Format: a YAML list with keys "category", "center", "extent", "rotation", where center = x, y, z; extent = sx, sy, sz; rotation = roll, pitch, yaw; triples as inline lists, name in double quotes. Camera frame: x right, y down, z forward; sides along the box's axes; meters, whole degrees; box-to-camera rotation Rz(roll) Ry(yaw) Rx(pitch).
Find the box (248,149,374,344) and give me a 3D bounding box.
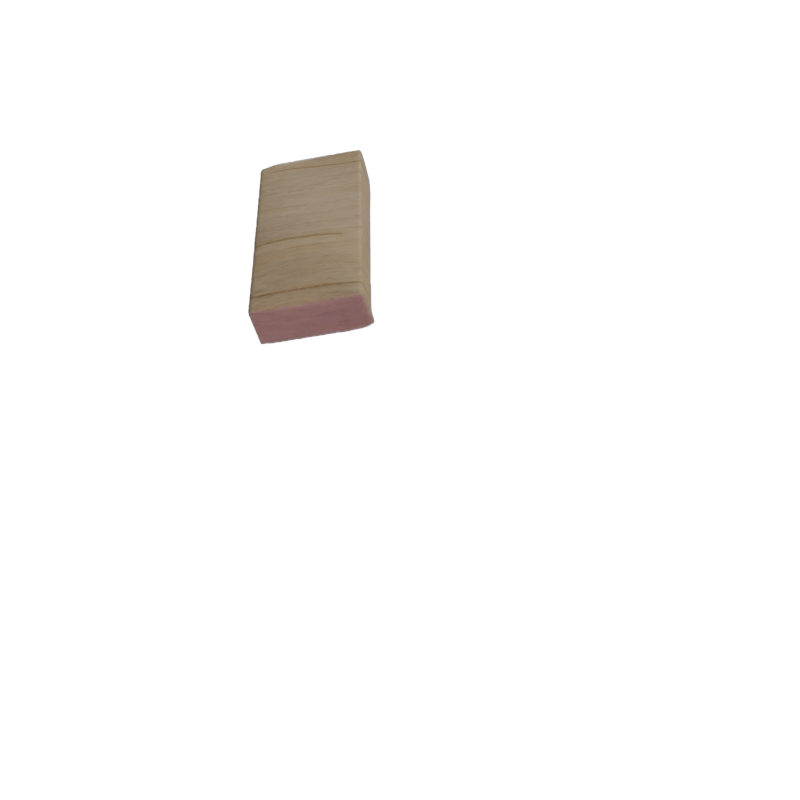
- category: "box"
  center: [-0.072, -0.130, 0.912]
  extent: [0.094, 0.189, 0.044]
  rotation: [-10, -41, 8]
